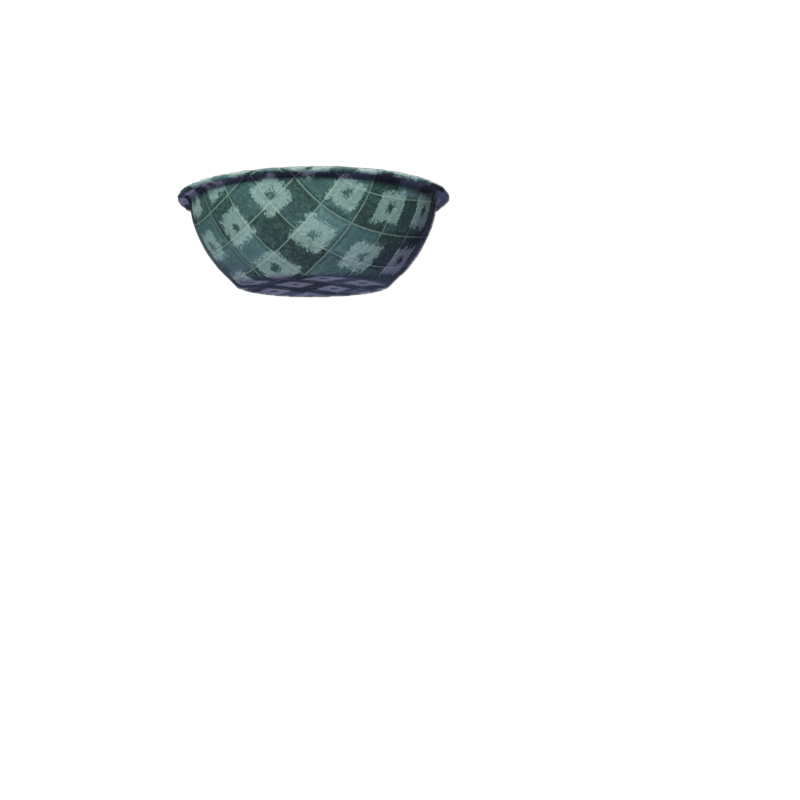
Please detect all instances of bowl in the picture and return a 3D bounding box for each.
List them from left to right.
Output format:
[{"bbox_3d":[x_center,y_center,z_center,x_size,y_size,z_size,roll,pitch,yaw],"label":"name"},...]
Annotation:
[{"bbox_3d":[-0.051,-0.094,0.657,0.162,0.056,0.160,0,-3,-2],"label":"bowl"}]
